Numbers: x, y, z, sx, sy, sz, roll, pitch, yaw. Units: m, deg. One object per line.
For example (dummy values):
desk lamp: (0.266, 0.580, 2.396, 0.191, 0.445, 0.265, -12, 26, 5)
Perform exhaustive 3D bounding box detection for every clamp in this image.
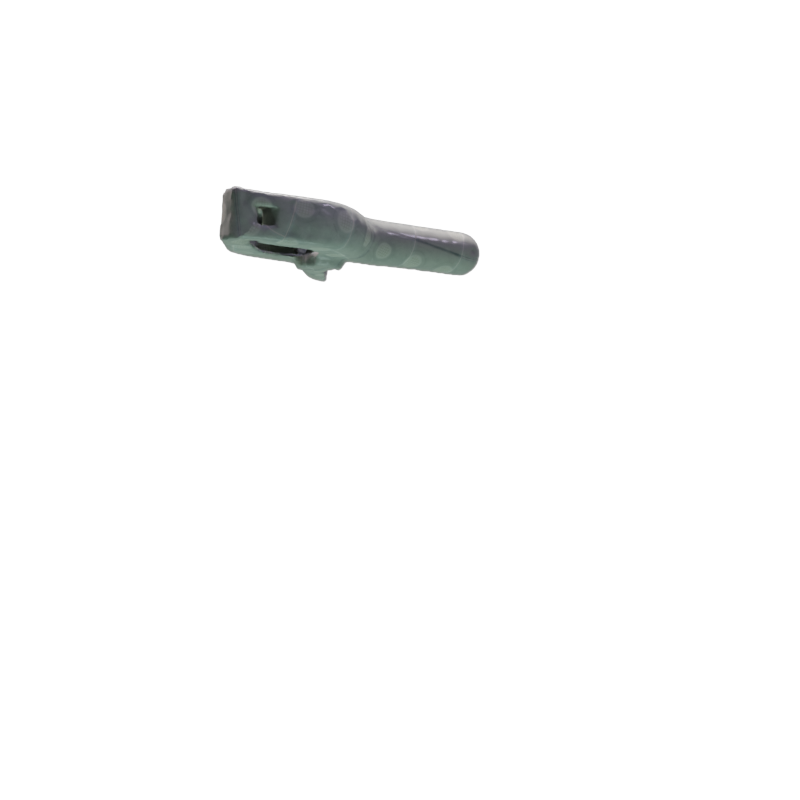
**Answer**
clamp: (-0.049, -0.090, 0.631, 0.123, 0.040, 0.162, -7, -11, 41)
